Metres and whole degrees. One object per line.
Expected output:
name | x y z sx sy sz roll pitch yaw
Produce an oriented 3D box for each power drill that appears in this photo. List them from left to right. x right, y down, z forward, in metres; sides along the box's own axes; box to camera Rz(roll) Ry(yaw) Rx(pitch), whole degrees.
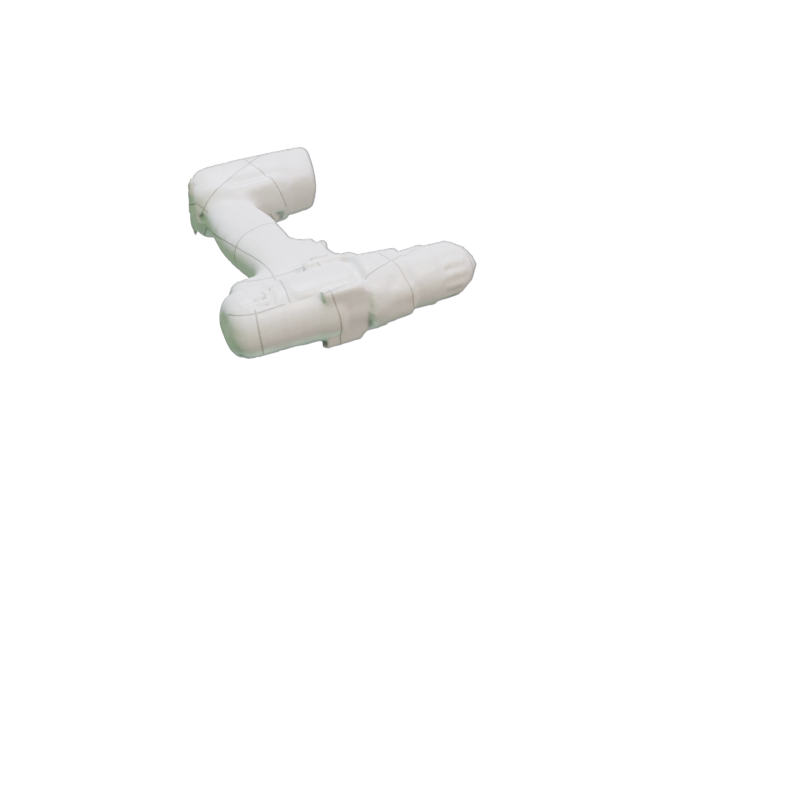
power drill | -0.063 -0.115 0.804 0.182 0.054 0.203 -16 41 -19
